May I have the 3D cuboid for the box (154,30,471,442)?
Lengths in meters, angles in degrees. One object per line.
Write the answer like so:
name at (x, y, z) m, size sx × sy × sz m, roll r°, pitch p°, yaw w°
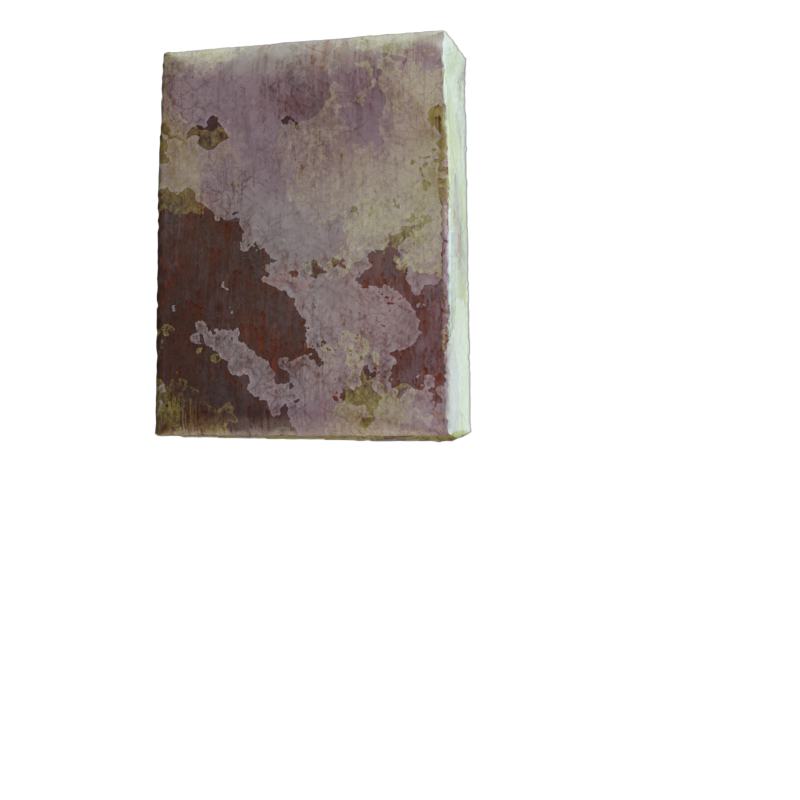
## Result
box at (-0.048, -0.087, 0.609) m, size 0.167 × 0.217 × 0.069 m, roll -1°, pitch -5°, yaw 15°
